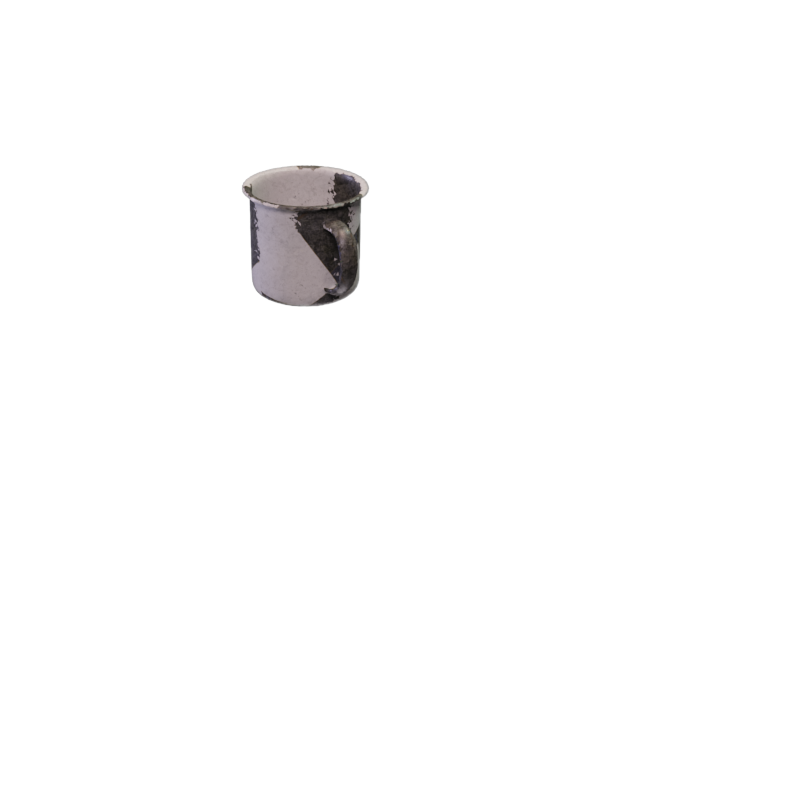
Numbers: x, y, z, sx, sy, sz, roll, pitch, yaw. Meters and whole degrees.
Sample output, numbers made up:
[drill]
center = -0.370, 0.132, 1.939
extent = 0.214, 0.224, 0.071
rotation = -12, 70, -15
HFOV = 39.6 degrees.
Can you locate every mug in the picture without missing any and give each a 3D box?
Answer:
[mug]
center = -0.064, -0.116, 0.815
extent = 0.092, 0.077, 0.126
rotation = -15, 31, -28
